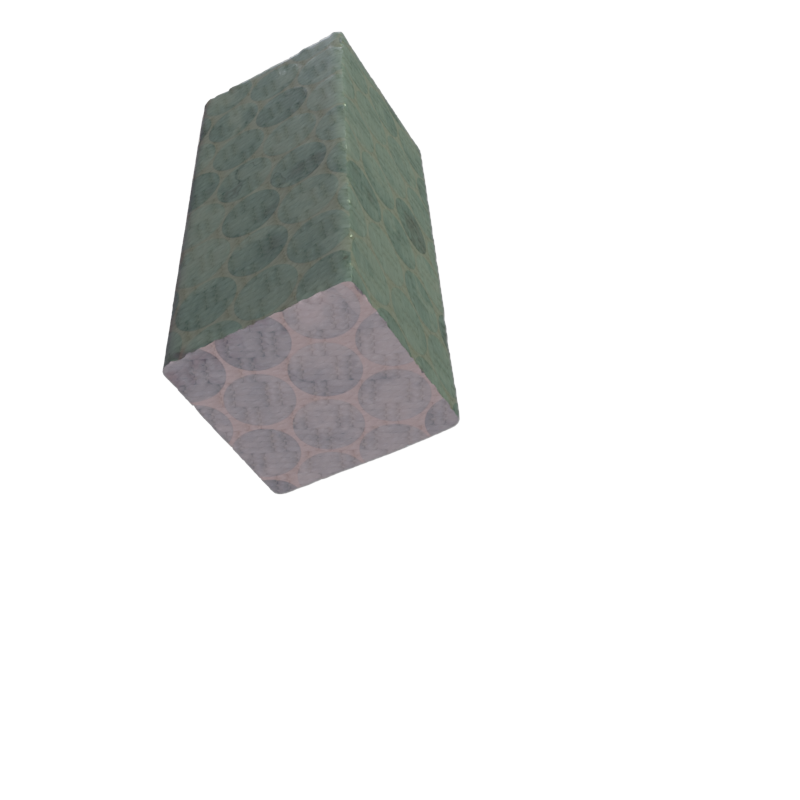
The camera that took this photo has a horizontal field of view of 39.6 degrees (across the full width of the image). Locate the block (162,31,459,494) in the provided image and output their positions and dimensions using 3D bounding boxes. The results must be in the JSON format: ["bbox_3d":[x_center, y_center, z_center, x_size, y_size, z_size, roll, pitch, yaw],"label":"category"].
[{"bbox_3d":[-0.041,-0.074,0.521,0.090,0.221,0.084,-25,-51,17],"label":"block"}]
